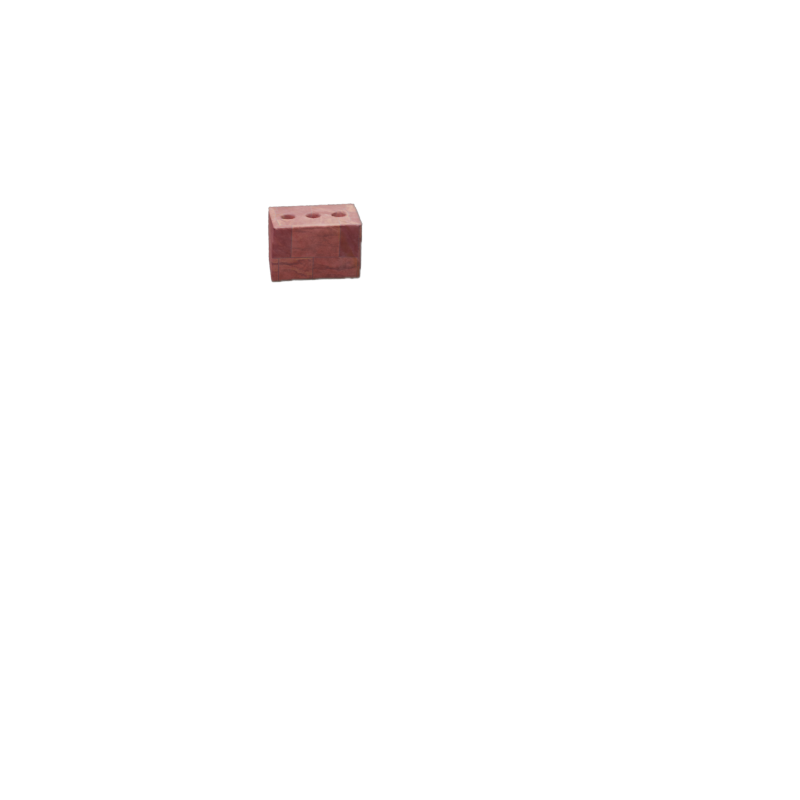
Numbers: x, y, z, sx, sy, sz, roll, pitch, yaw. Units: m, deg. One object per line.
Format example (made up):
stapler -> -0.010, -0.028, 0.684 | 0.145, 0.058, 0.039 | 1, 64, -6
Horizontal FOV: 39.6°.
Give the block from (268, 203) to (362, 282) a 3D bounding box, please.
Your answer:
block -> -0.075, -0.137, 0.958 | 0.077, 0.048, 0.056 | -4, 28, -8
